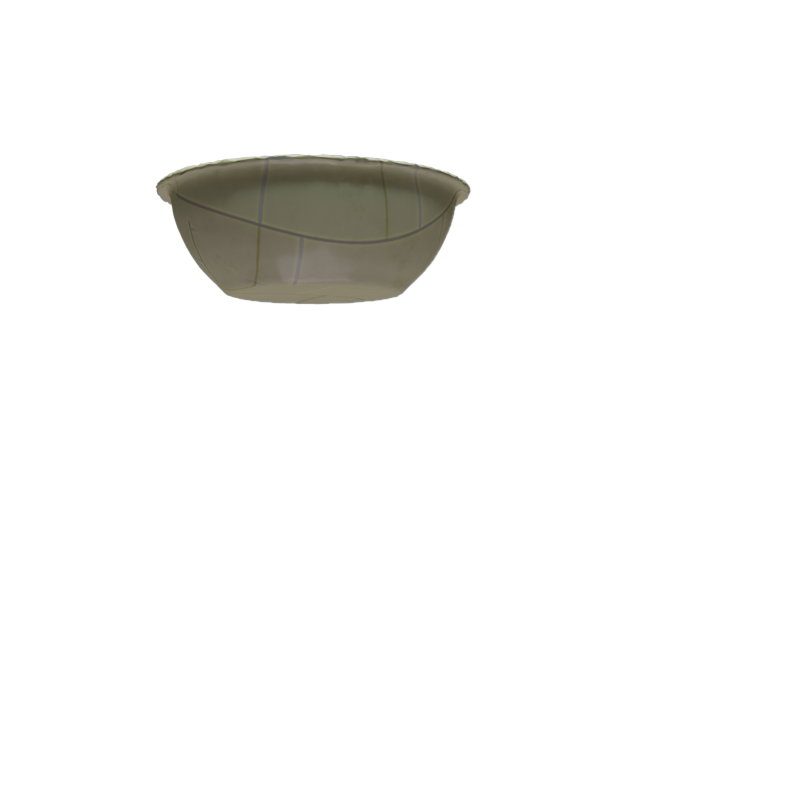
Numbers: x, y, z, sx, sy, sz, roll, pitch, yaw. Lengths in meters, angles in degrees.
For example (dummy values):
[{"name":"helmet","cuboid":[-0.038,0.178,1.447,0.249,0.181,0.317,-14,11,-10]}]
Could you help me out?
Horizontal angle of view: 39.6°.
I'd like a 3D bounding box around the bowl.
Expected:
[{"name":"bowl","cuboid":[-0.044,-0.081,0.568,0.162,0.056,0.160,0,-2,-2]}]
